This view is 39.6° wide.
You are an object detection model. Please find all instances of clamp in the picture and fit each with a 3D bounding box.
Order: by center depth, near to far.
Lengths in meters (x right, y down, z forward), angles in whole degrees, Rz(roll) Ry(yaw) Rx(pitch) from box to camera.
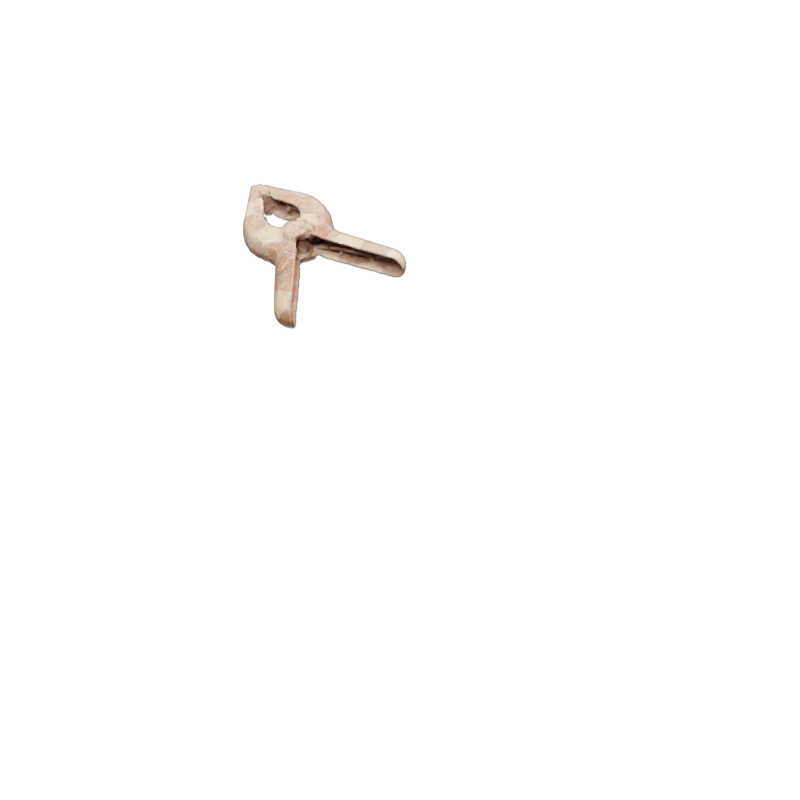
[{"bbox_3d":[-0.075,-0.137,0.961,0.119,0.036,0.186,-16,48,-16],"label":"clamp"}]
